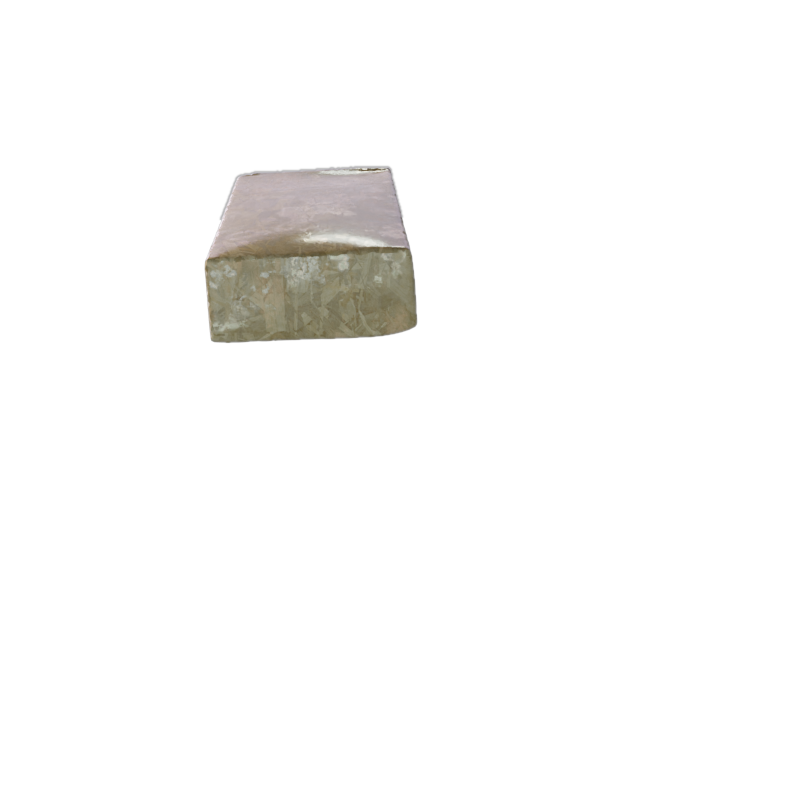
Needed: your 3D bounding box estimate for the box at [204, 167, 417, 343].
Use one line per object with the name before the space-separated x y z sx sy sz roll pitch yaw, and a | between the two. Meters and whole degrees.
box | -0.045 -0.081 0.568 0.093 0.046 0.185 -4 25 -2
